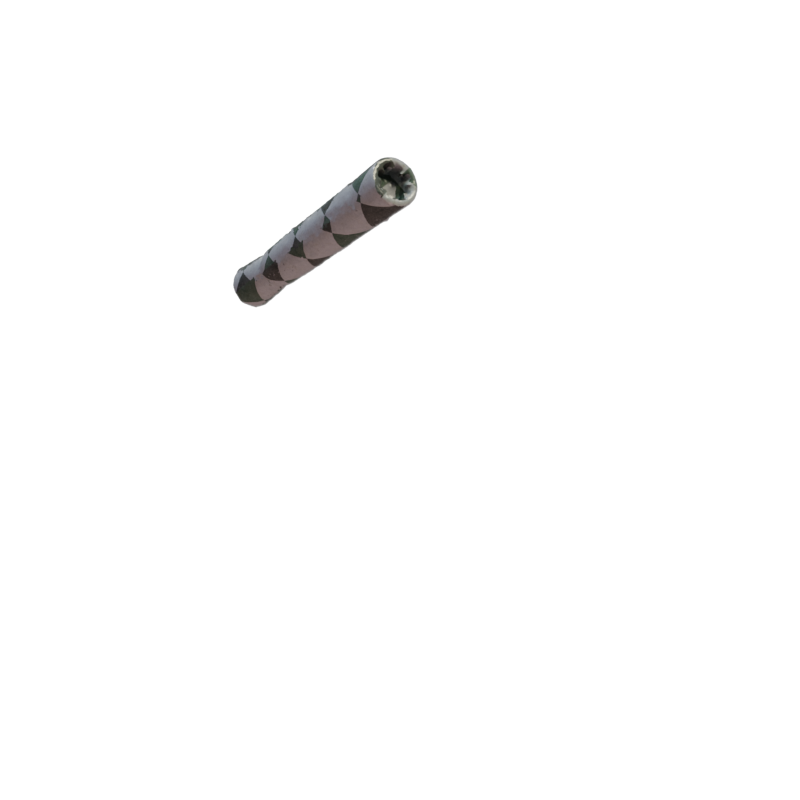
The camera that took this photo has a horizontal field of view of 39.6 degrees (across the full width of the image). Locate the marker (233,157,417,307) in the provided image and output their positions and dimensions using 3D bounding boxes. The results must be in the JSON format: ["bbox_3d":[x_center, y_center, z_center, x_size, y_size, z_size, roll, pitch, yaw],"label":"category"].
[{"bbox_3d":[-0.034,-0.061,0.429,0.019,0.020,0.121,-2,-13,-33],"label":"marker"}]
